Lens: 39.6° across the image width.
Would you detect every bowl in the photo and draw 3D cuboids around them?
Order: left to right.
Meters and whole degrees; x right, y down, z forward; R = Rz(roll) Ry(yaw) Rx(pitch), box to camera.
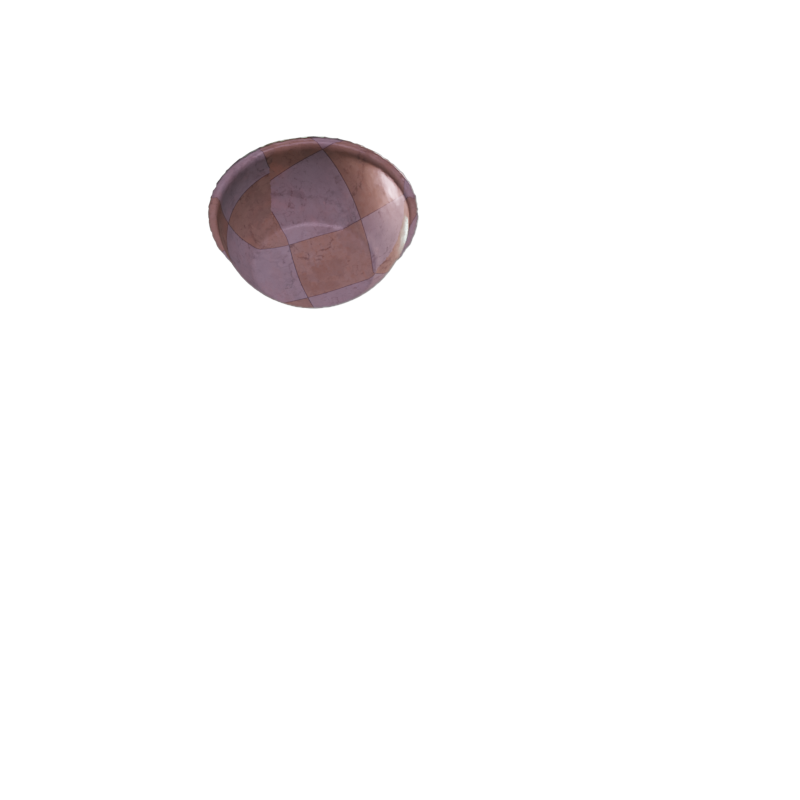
[{"bbox_3d":[-0.065,-0.119,0.833,0.162,0.059,0.151,1,-41,-1],"label":"bowl"}]
